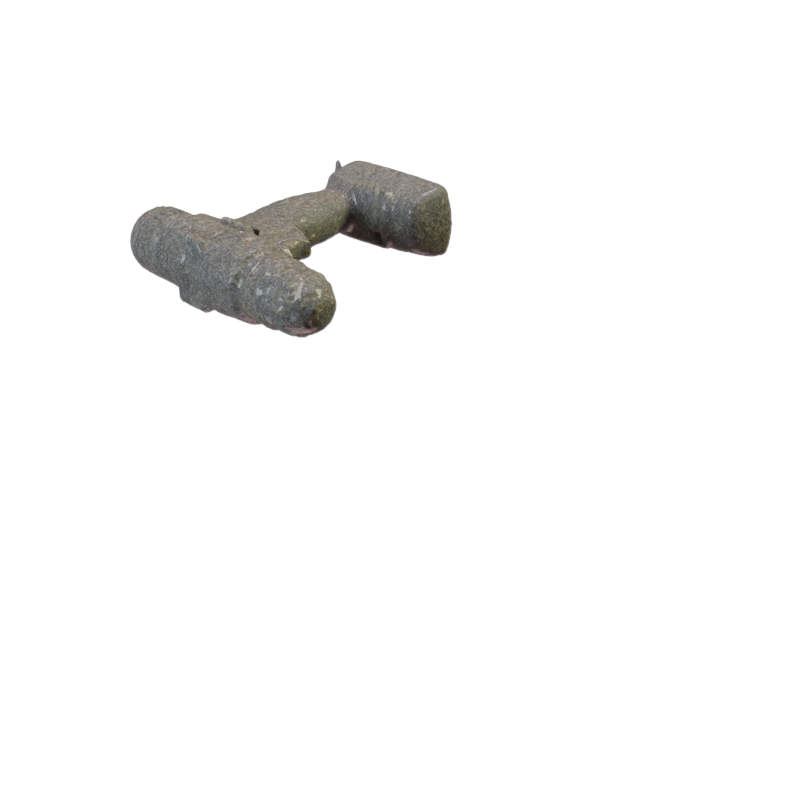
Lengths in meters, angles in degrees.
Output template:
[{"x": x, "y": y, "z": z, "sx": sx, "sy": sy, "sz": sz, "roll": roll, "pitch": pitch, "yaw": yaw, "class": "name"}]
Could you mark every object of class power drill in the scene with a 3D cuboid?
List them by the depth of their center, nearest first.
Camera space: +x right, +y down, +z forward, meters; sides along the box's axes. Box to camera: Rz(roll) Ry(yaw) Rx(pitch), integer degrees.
[{"x": -0.057, "y": -0.103, "z": 0.722, "sx": 0.185, "sy": 0.054, "sz": 0.197, "roll": -22, "pitch": 34, "yaw": -36, "class": "power drill"}]
